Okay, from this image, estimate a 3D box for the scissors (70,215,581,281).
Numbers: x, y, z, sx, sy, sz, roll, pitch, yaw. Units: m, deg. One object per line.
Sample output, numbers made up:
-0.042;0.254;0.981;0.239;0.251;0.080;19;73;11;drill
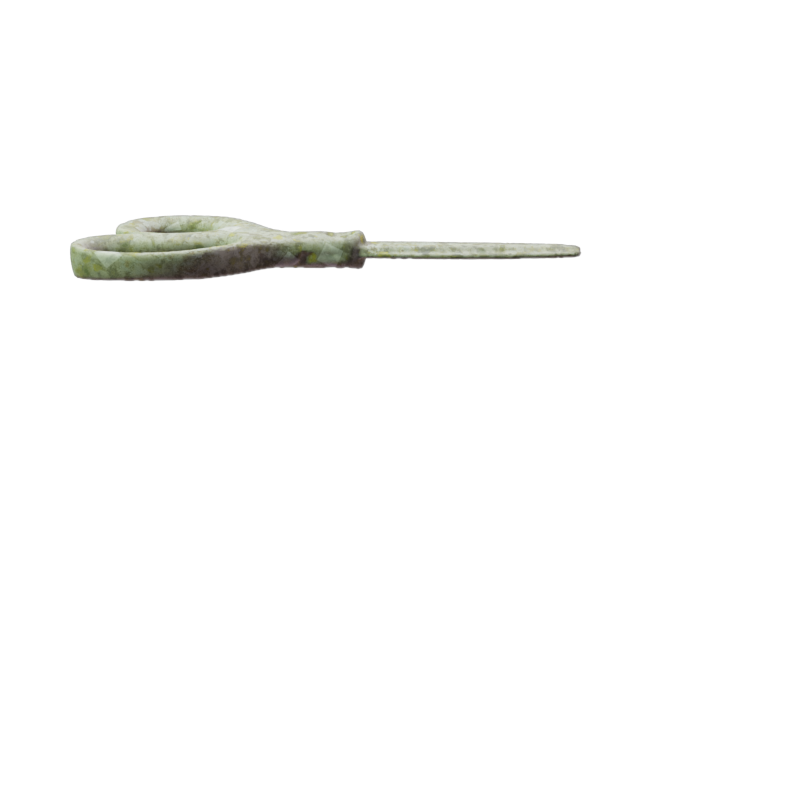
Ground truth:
-0.037;-0.067;0.471;0.199;0.015;0.101;-4;19;-13;scissors
